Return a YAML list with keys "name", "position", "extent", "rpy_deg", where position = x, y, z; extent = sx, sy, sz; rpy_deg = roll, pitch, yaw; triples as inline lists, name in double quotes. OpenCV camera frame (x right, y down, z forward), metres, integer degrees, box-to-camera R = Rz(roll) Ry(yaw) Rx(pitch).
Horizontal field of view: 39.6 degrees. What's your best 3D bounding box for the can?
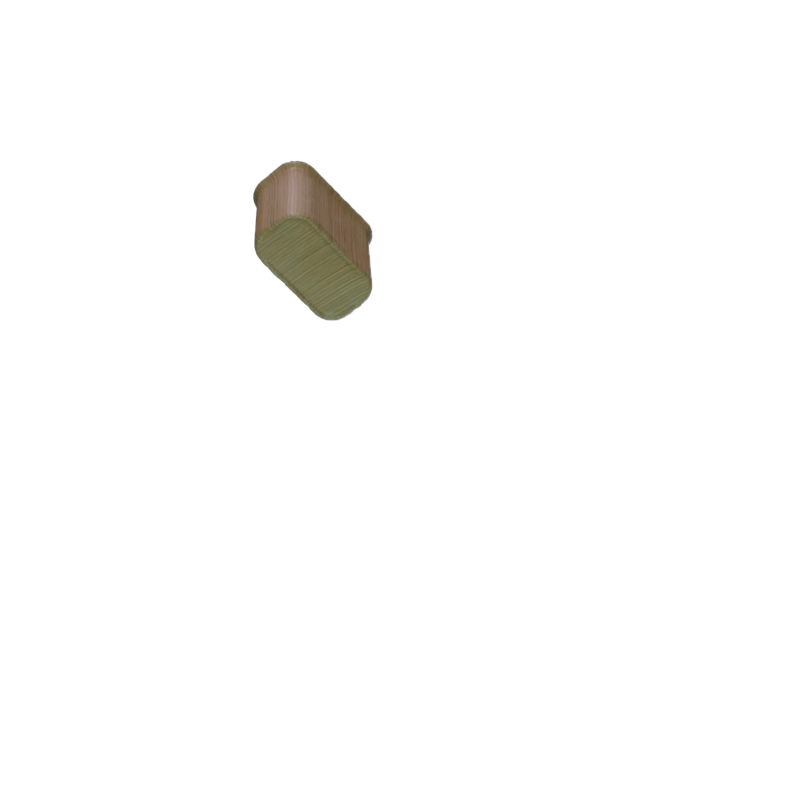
- name: "can"
  position: [-0.066, -0.121, 0.848]
  extent: [0.057, 0.096, 0.089]
  rpy_deg: [-37, 27, 20]
